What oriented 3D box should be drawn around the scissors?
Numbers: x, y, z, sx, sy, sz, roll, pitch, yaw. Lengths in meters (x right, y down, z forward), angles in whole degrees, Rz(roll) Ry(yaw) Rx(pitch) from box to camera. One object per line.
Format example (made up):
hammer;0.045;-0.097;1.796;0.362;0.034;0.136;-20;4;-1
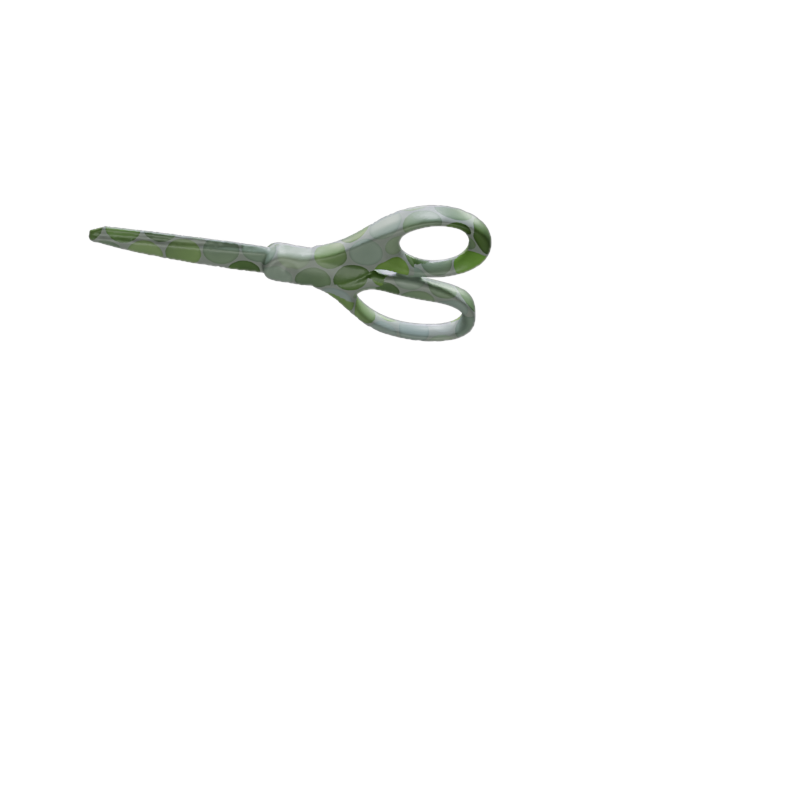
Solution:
scissors;-0.043;-0.078;0.548;0.194;0.017;0.093;19;-47;-19
